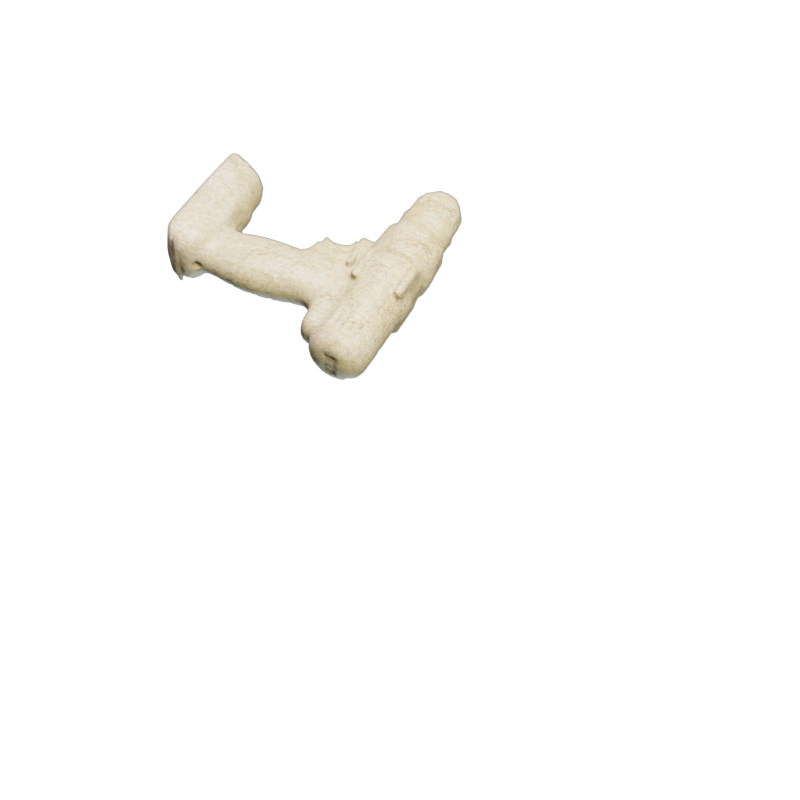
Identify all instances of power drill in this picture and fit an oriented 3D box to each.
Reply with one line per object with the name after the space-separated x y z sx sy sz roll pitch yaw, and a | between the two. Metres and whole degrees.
-0.065 -0.119 0.836 0.195 0.190 0.053 23 -37 18 | power drill
